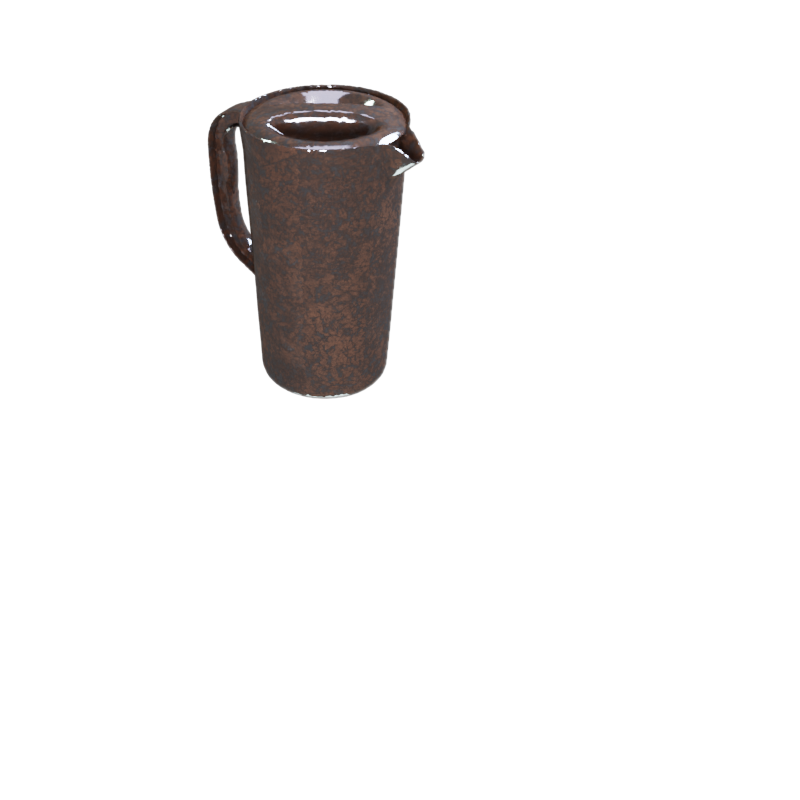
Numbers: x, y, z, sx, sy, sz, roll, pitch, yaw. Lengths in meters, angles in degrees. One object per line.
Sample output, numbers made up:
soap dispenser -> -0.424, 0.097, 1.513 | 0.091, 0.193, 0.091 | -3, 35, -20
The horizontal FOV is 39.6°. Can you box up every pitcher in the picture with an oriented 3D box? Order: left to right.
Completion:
pitcher -> -0.071, -0.130, 0.910 | 0.143, 0.228, 0.161 | -8, 33, -16
